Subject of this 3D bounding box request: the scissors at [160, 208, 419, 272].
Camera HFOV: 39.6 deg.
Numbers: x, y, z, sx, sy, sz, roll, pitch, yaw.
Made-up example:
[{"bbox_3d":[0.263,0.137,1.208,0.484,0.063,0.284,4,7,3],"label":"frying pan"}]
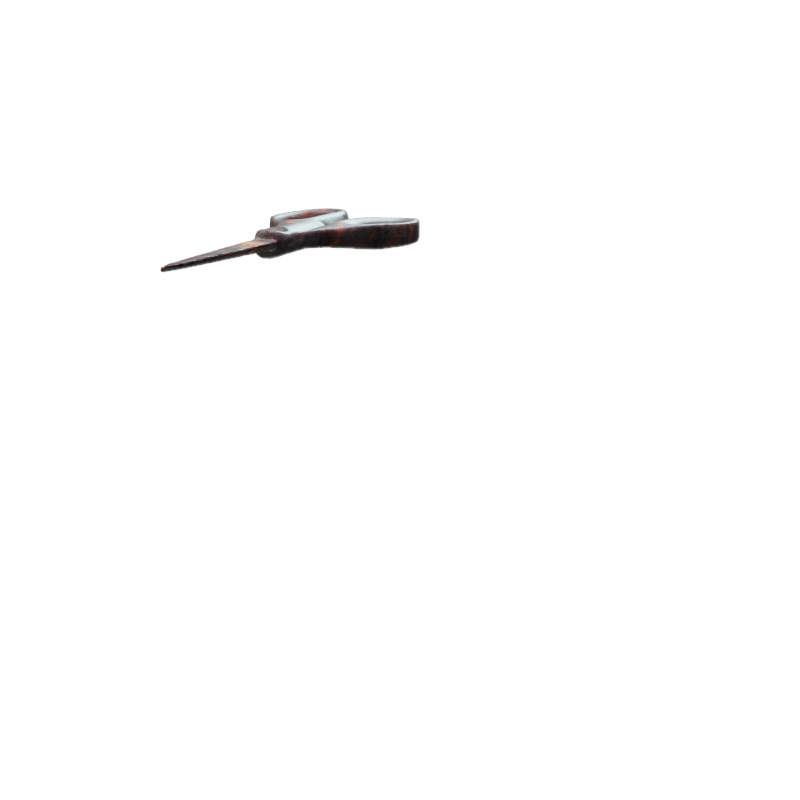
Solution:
[{"bbox_3d":[-0.046,-0.083,0.583,0.098,0.015,0.204,3,16,9],"label":"scissors"}]
